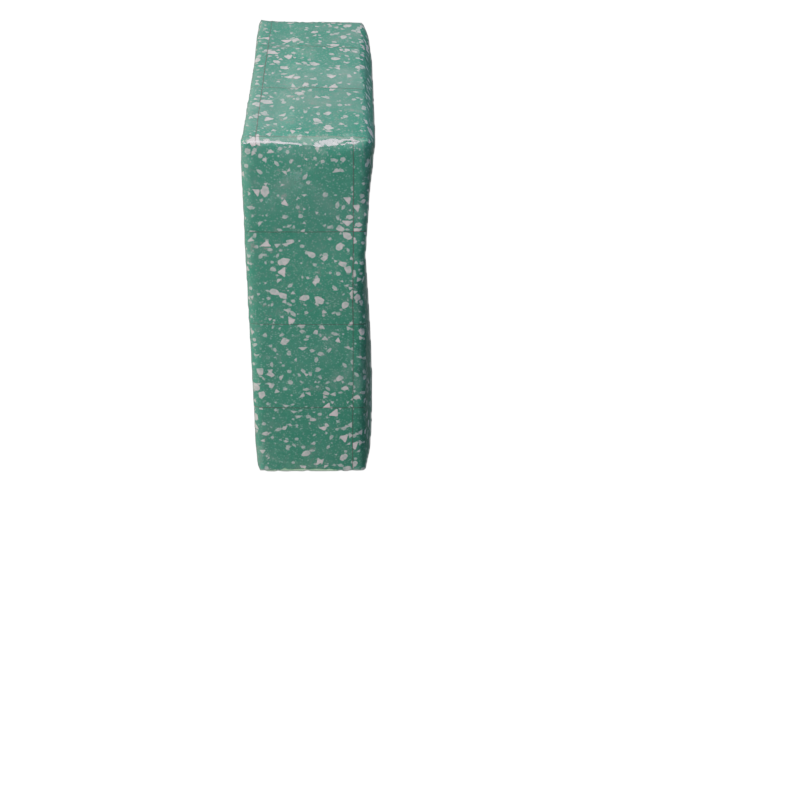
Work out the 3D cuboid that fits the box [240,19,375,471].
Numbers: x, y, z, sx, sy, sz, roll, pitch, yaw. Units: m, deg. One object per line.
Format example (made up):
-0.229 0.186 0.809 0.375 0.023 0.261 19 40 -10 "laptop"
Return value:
-0.051 -0.092 0.646 0.072 0.200 0.175 0 36 -4 "box"
